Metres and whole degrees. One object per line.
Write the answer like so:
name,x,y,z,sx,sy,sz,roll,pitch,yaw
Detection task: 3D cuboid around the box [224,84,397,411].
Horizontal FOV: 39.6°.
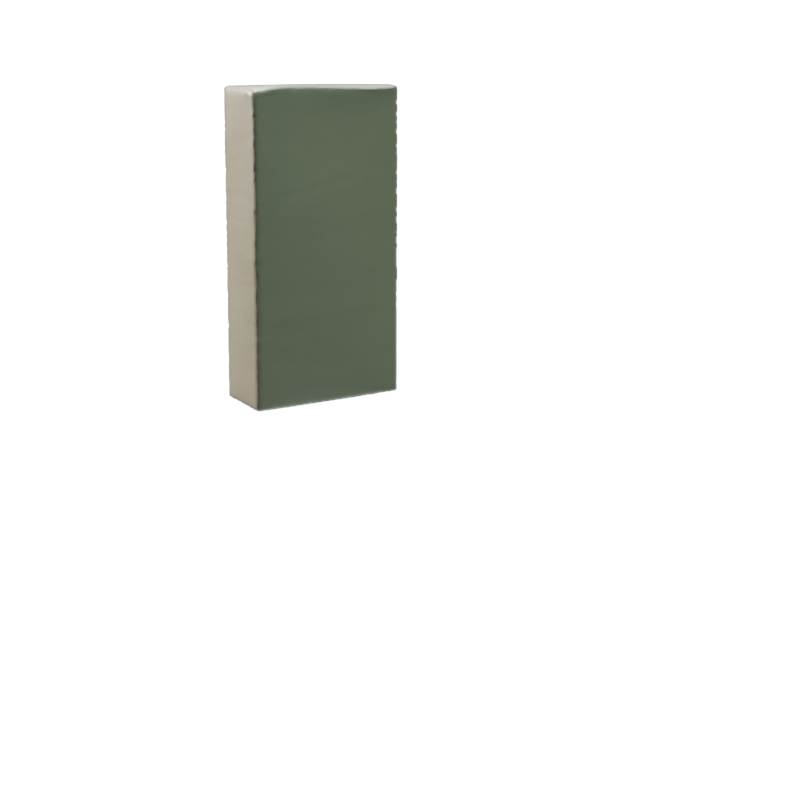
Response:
box,-0.049,-0.089,0.625,0.091,0.172,0.051,-6,13,-30
